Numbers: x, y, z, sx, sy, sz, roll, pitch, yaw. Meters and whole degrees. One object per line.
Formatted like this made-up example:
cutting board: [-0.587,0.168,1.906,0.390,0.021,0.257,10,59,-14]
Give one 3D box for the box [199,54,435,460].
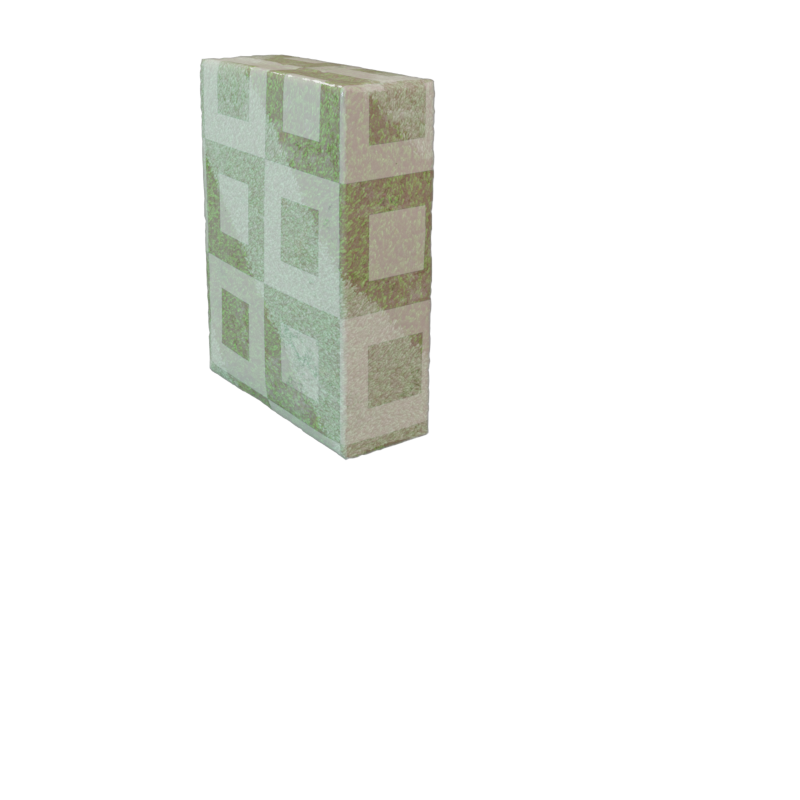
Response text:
box: [-0.053,-0.097,0.678,0.070,0.206,0.175,-11,22,-34]
